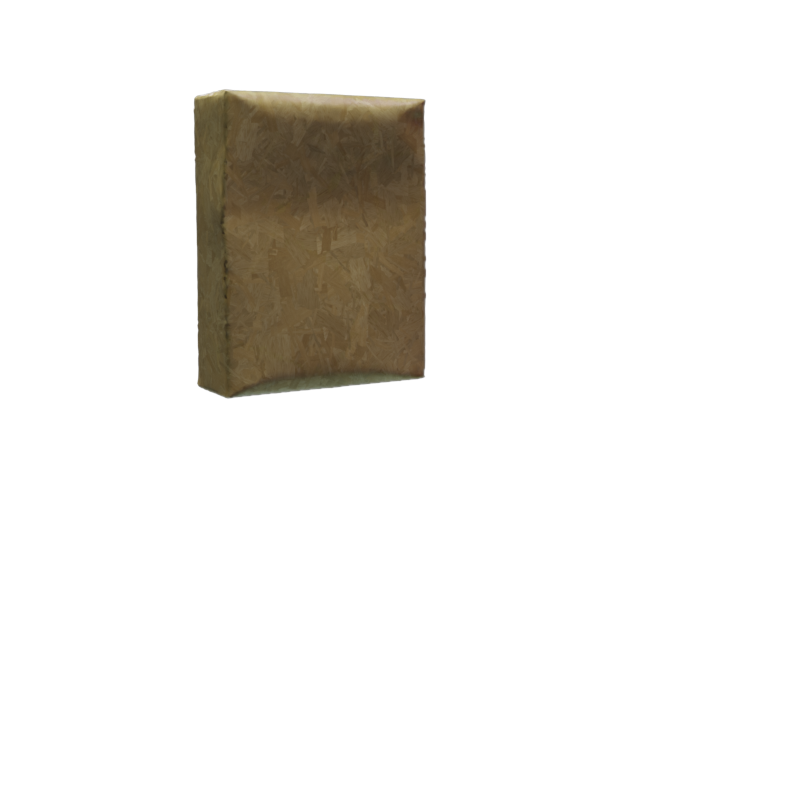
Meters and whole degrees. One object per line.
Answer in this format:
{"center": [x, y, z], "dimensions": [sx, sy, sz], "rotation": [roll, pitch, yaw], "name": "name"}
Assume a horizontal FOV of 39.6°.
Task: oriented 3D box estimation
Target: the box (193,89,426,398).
{"center": [-0.064, -0.116, 0.813], "dimensions": [0.159, 0.212, 0.074], "rotation": [-3, 4, -27], "name": "box"}
